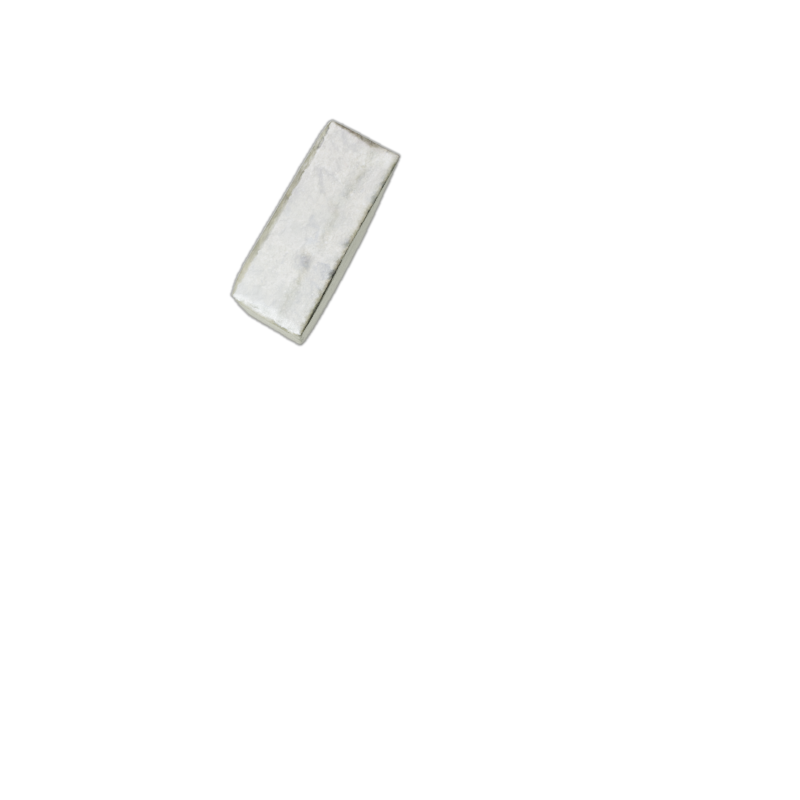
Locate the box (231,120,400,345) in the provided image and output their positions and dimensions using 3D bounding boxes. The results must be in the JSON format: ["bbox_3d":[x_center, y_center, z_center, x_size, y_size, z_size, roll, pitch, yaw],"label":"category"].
[{"bbox_3d":[-0.075,-0.137,0.958,0.072,0.165,0.212,29,-3,-4],"label":"box"}]
